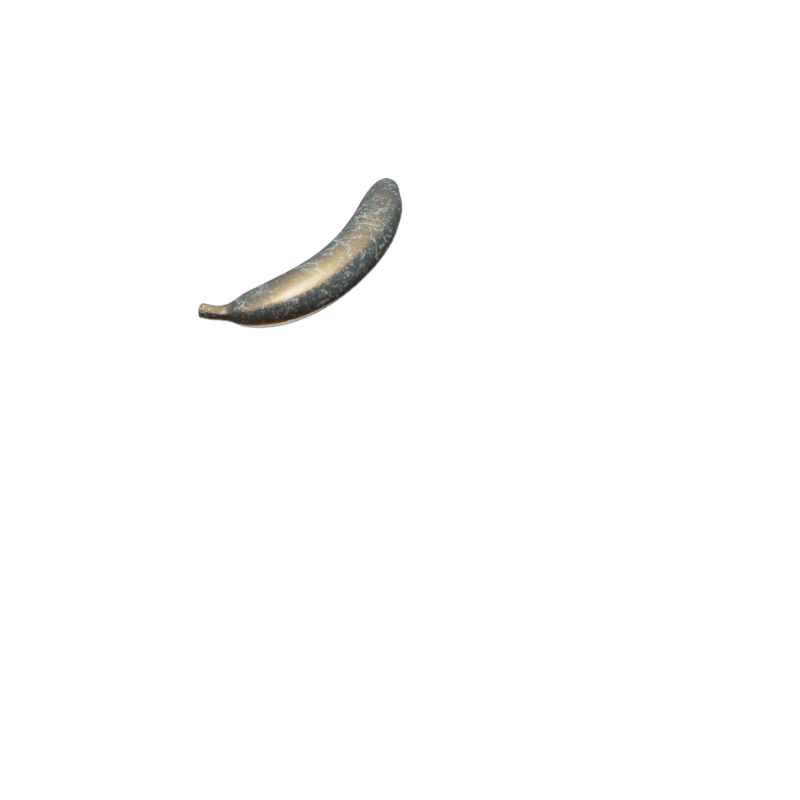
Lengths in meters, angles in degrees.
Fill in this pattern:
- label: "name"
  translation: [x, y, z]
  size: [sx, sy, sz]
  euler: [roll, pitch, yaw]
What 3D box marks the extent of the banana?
- label: "banana"
  translation: [-0.054, -0.105, 0.818]
  size: [0.074, 0.034, 0.199]
  euler: [36, 58, 27]
